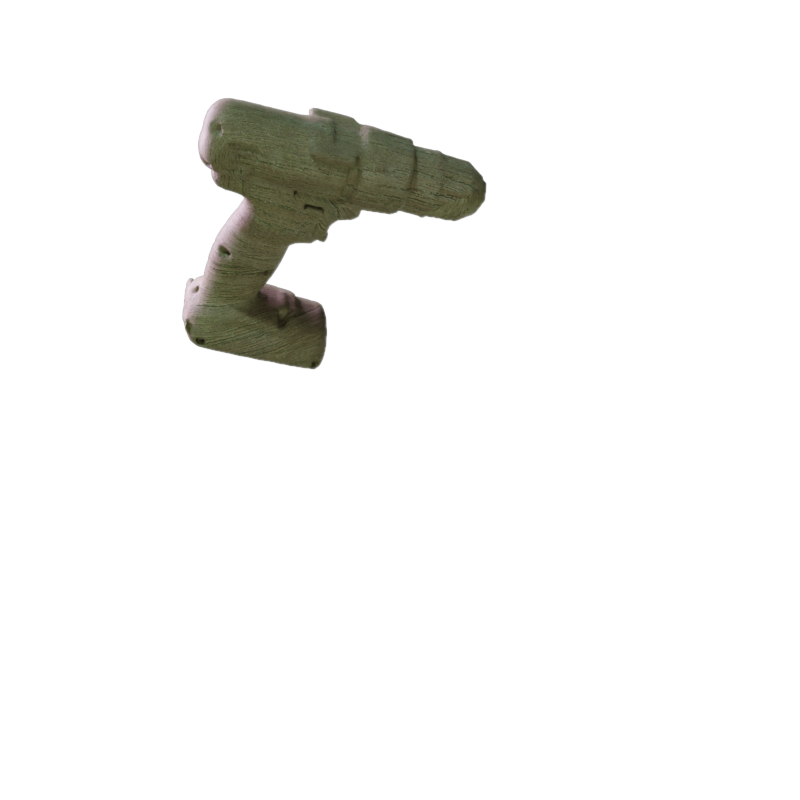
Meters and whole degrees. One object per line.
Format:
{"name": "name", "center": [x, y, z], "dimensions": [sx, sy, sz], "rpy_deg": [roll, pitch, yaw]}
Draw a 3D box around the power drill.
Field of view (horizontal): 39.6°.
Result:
{"name": "power drill", "center": [-0.057, -0.104, 0.731], "dimensions": [0.180, 0.179, 0.062], "rpy_deg": [14, 41, -13]}
